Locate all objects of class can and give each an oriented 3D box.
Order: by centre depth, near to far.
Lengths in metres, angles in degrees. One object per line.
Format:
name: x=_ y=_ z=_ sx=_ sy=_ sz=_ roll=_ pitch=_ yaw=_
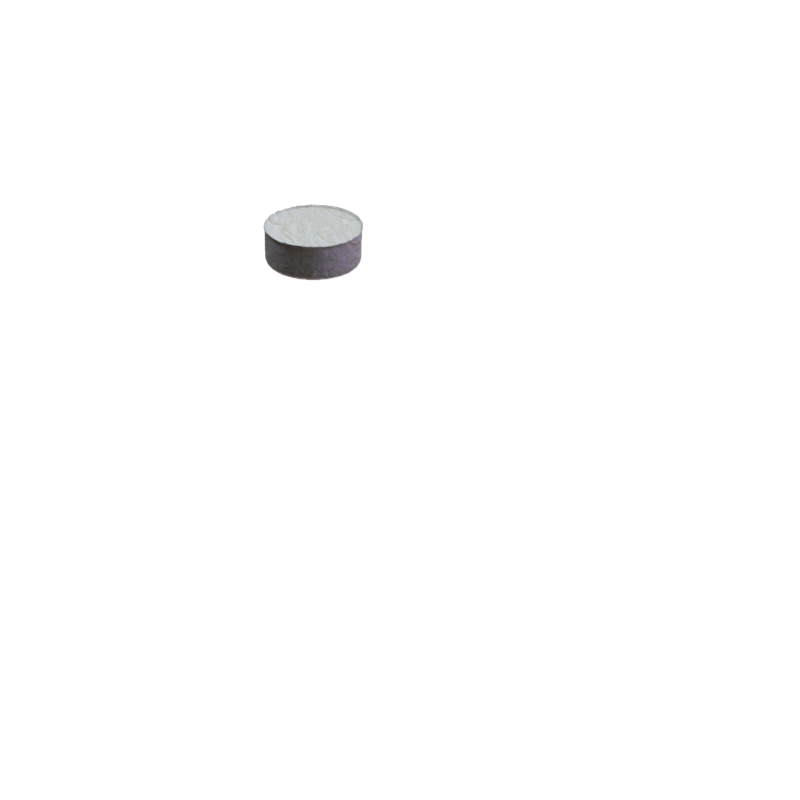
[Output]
can: x=-0.075 y=-0.137 z=0.961 sx=0.086 sy=0.032 sz=0.091 roll=-1 pitch=32 yaw=-2
